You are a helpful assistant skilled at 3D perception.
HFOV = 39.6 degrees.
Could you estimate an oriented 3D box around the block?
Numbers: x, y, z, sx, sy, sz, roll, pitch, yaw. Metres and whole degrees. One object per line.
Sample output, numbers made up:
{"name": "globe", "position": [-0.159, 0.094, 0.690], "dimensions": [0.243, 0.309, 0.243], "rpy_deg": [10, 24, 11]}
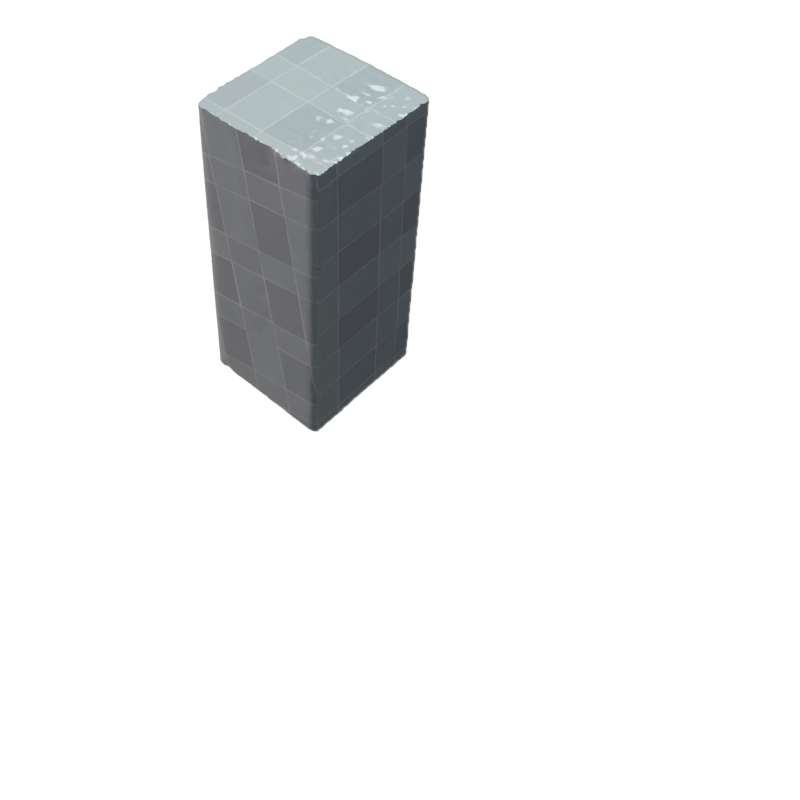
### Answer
{"name": "block", "position": [-0.051, -0.093, 0.649], "dimensions": [0.095, 0.192, 0.092], "rpy_deg": [34, 55, 24]}
